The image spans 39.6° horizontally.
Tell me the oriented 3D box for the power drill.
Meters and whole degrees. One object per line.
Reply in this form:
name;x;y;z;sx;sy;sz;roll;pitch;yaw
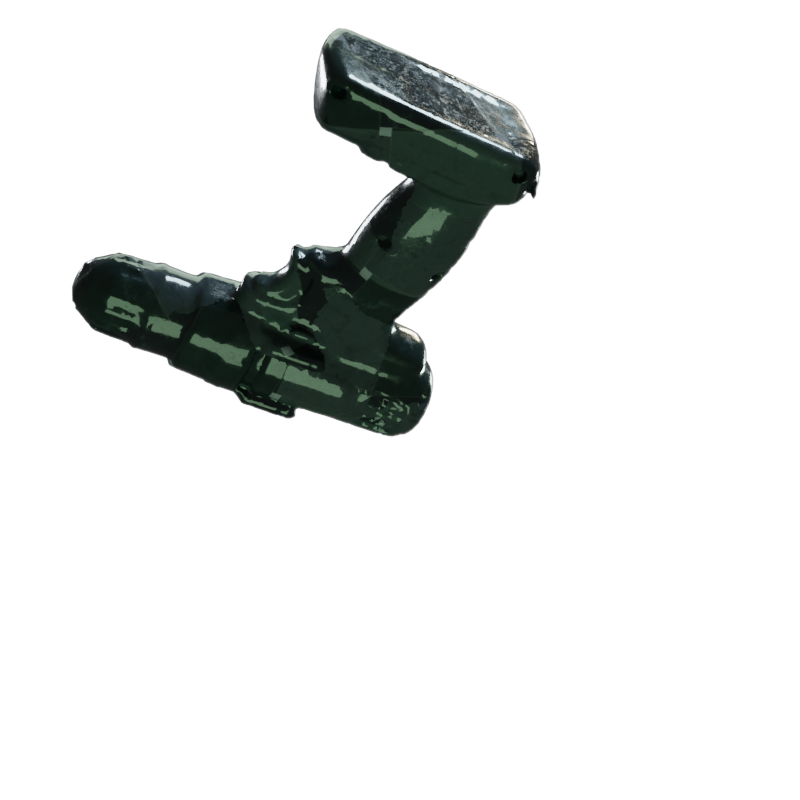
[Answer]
power drill;-0.040;-0.072;0.507;0.178;0.062;0.181;20;-51;-18
